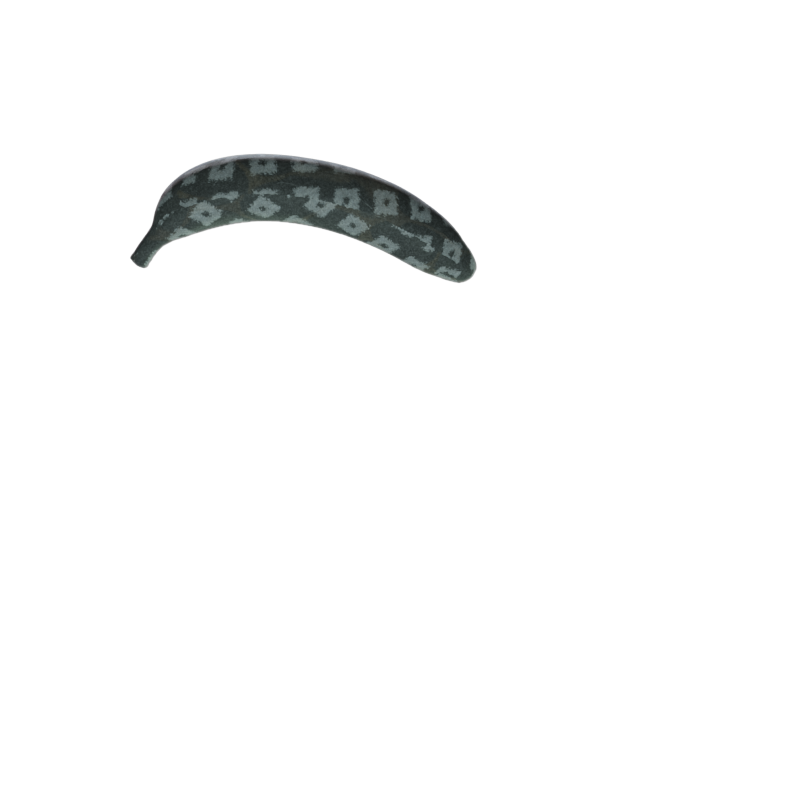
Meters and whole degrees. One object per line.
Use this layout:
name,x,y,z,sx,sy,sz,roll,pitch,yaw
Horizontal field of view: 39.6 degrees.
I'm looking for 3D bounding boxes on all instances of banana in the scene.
banana,-0.051,-0.104,0.625,0.197,0.065,0.039,4,39,-3
